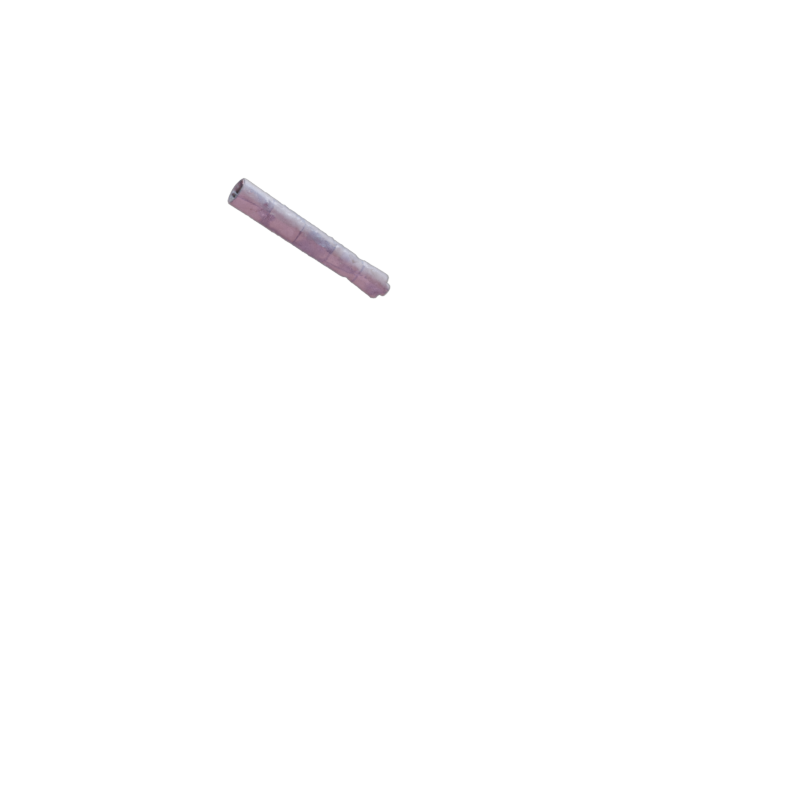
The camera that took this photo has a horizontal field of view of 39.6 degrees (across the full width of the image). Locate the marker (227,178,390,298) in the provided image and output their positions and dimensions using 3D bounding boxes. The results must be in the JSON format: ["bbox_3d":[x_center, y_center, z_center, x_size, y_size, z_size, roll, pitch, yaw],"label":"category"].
[{"bbox_3d":[-0.054,-0.099,0.696,0.115,0.020,0.020,32,-10,-22],"label":"marker"}]
